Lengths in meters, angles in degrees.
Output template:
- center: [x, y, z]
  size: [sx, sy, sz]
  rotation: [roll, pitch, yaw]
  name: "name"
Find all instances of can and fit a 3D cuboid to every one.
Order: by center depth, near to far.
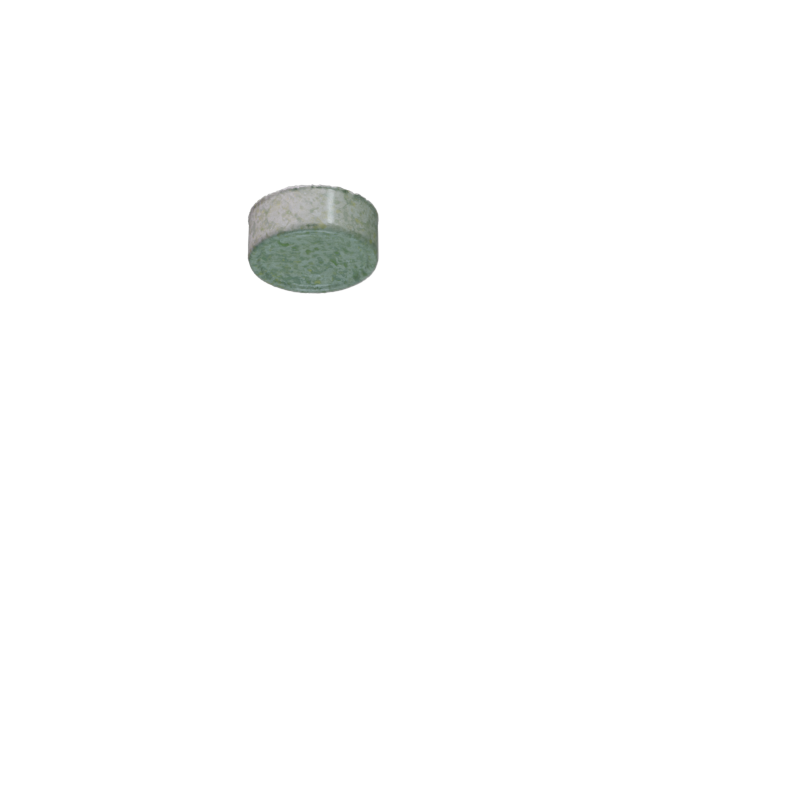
- center: [-0.056, -0.103, 0.719]
  size: [0.086, 0.036, 0.081]
  rotation: [1, -25, -2]
  name: "can"
